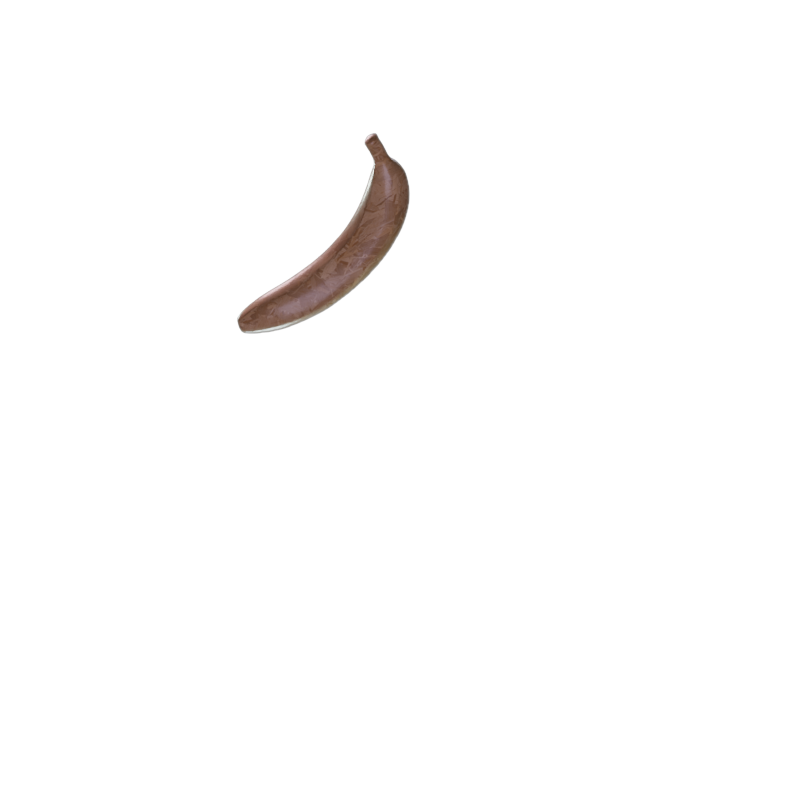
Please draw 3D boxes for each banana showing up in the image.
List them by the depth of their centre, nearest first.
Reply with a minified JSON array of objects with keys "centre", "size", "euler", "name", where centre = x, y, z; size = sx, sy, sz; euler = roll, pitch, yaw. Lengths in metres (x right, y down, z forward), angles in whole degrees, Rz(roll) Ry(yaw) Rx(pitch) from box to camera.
[{"centre":[-0.049,-0.116,0.853],"size":[0.067,0.193,0.039],"euler":[31,25,-17],"name":"banana"}]
